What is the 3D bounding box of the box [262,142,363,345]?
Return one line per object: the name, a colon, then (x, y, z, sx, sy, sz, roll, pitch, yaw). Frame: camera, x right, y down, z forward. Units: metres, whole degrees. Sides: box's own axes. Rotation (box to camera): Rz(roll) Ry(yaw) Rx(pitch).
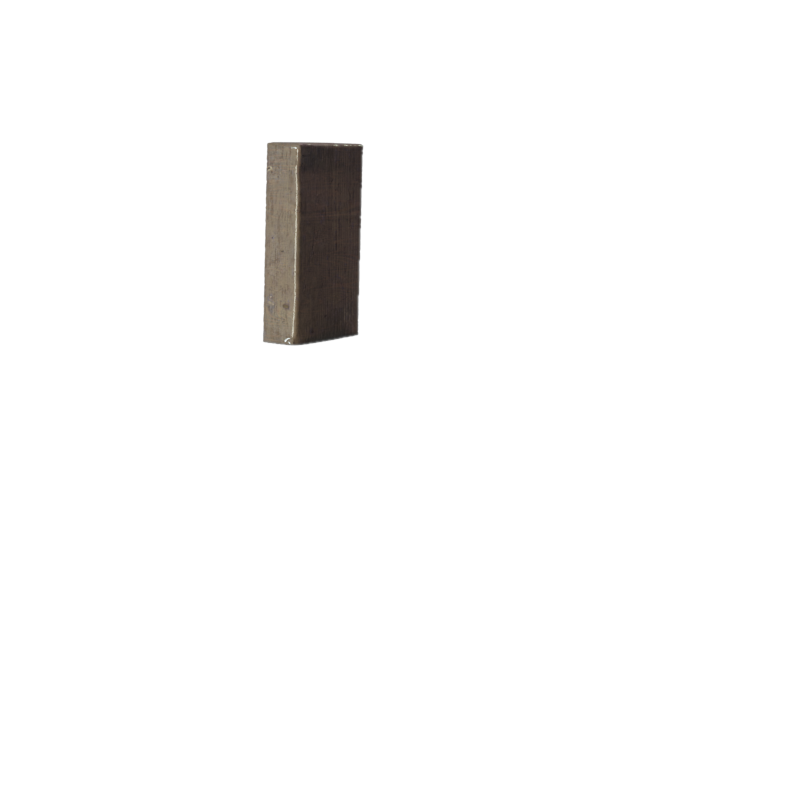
box: (-0.077, -0.141, 0.986, 0.050, 0.174, 0.090, 3, 6, 36)
